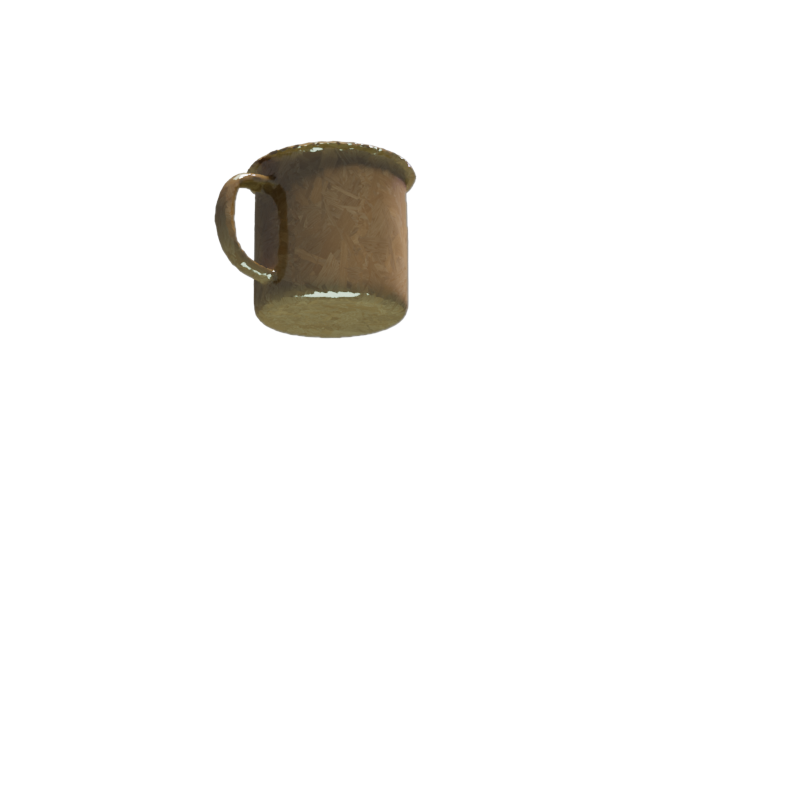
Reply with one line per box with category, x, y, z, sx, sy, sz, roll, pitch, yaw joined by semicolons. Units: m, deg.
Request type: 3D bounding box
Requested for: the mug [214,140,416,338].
mug;-0.046;-0.084;0.586;0.111;0.085;0.094;13;-21;-39
